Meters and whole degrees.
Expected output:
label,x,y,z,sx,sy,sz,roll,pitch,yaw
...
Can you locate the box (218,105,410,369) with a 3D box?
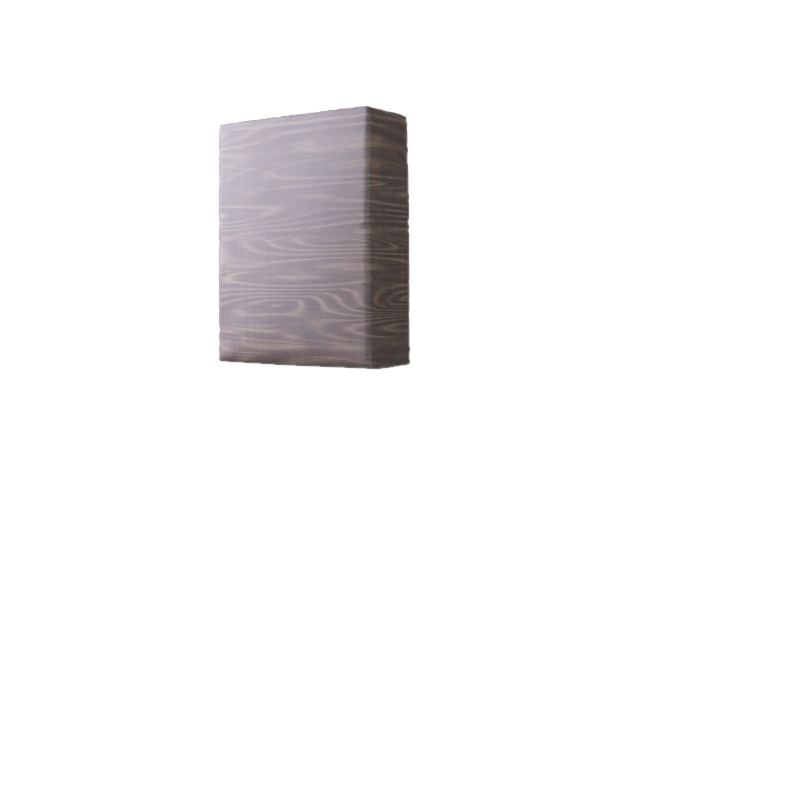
label,x,y,z,sx,sy,sz,roll,pitch,yaw
box,-0.075,-0.137,0.962,0.170,0.215,0.069,0,-2,35
